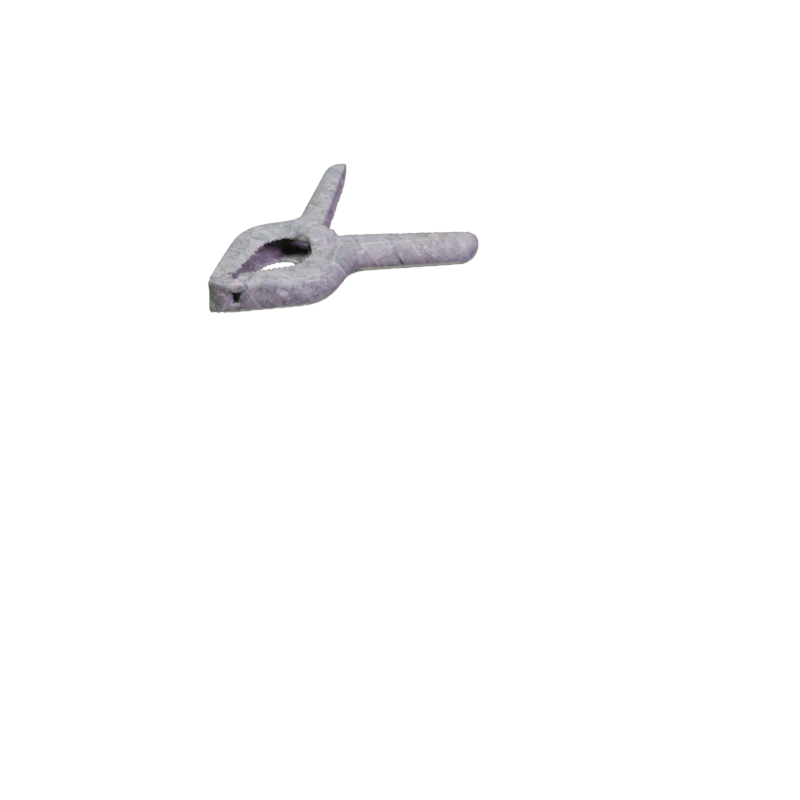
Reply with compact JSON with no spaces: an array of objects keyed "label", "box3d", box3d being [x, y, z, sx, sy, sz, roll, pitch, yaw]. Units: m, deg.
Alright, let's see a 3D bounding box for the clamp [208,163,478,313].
[{"label":"clamp","box3d":[-0.068,-0.124,0.868,0.208,0.034,0.177,-24,43,-28]}]
